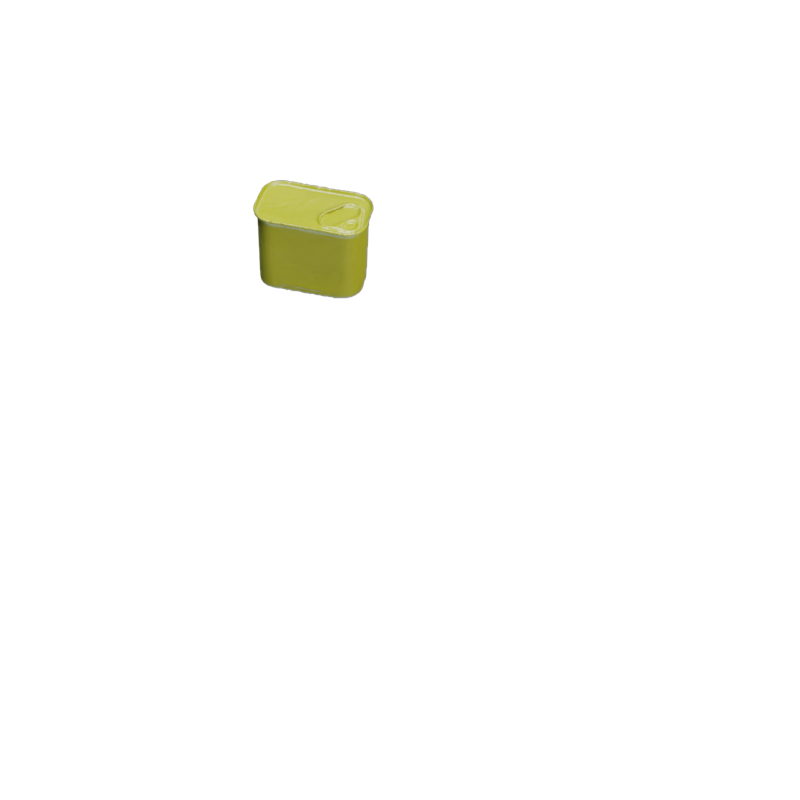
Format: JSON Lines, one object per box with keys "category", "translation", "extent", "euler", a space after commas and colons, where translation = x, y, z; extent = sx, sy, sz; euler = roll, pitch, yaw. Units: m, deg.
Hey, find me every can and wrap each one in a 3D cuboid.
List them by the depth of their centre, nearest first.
{"category": "can", "translation": [-0.077, -0.141, 0.988], "extent": [0.104, 0.078, 0.061], "euler": [11, 47, 9]}
